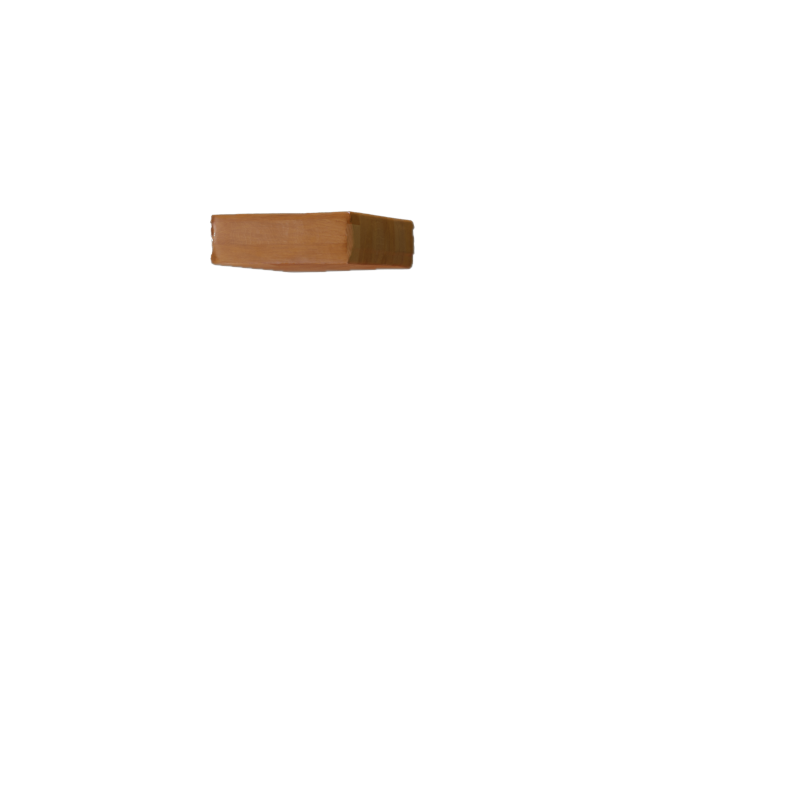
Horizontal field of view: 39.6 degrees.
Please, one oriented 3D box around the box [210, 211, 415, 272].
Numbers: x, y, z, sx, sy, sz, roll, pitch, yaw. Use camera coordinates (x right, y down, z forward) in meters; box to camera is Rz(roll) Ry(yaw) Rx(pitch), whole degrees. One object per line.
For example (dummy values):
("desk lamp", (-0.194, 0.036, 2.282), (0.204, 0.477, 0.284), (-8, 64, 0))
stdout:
("box", (-0.059, -0.108, 0.758), (0.117, 0.039, 0.087), (1, 3, 30))
